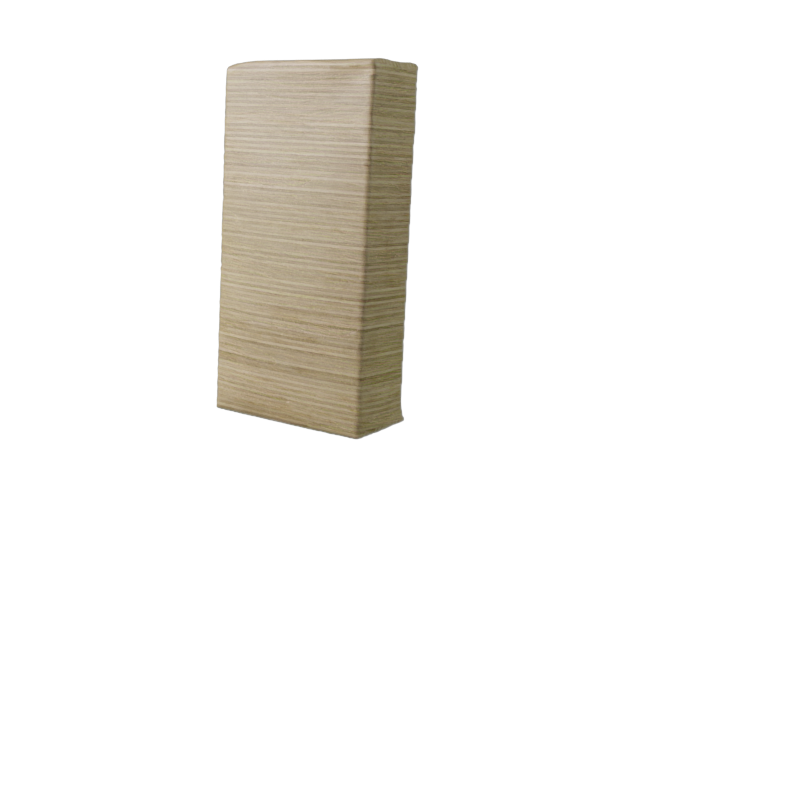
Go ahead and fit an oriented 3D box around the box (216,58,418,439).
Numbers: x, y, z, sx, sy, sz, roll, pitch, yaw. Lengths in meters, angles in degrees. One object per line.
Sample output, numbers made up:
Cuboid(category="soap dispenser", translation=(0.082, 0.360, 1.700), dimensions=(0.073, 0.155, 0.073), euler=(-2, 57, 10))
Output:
Cuboid(category="box", translation=(-0.043, -0.078, 0.545), dimensions=(0.097, 0.173, 0.047), euler=(6, 9, 35))
